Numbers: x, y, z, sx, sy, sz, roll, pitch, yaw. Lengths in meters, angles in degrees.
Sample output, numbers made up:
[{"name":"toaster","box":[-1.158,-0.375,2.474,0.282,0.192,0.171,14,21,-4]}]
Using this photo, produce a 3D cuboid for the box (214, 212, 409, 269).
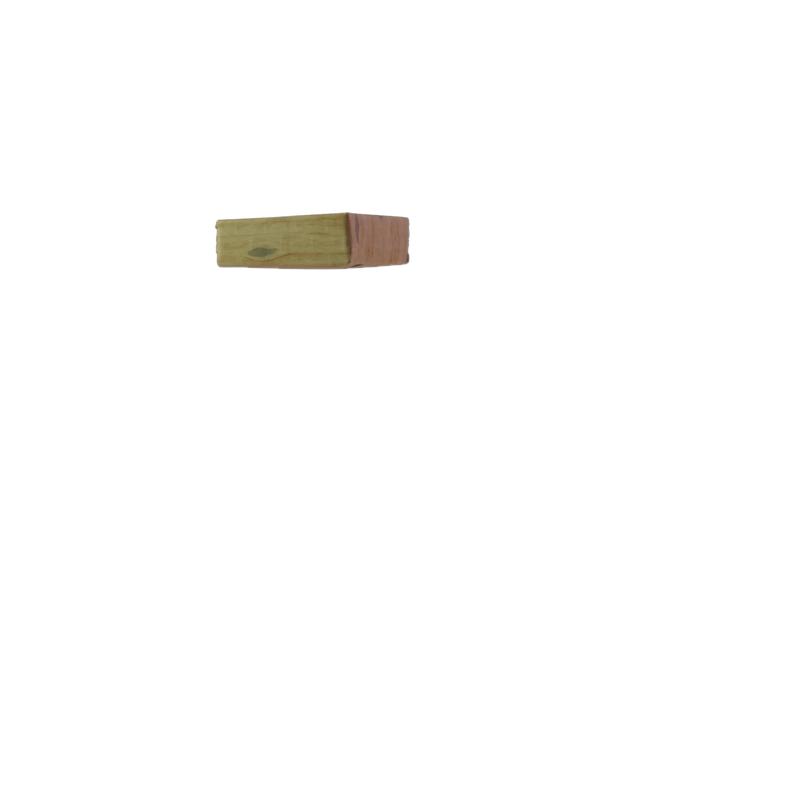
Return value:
[{"name":"box","box":[-0.062,-0.114,0.796,0.118,0.039,0.087,4,8,30]}]
